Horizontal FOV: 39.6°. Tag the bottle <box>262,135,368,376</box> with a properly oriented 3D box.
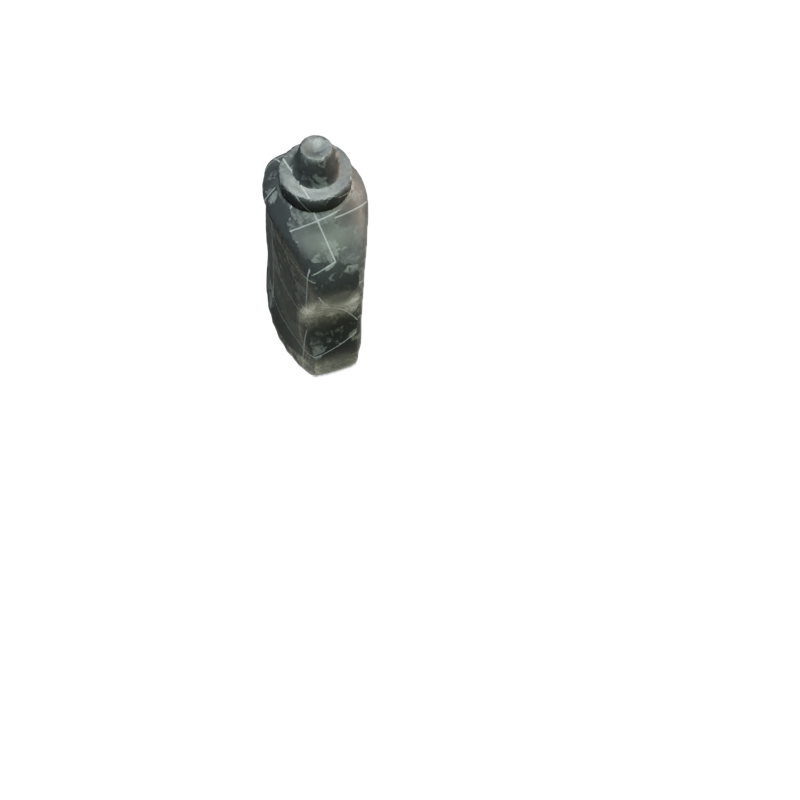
[{"bbox_3d":[-0.052,-0.095,0.666,0.058,0.102,0.181,-14,-24,-10],"label":"bottle"}]
